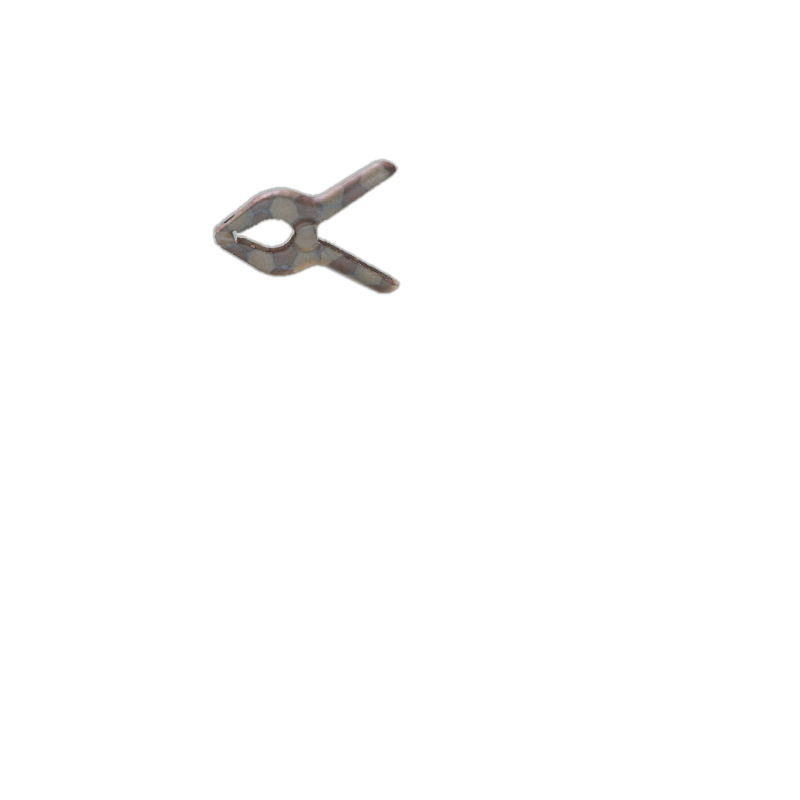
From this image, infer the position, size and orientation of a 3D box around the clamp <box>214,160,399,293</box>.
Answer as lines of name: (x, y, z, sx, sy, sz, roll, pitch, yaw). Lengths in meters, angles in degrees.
clamp: (-0.078, -0.142, 0.996, 0.171, 0.118, 0.040, -11, 8, 1)
